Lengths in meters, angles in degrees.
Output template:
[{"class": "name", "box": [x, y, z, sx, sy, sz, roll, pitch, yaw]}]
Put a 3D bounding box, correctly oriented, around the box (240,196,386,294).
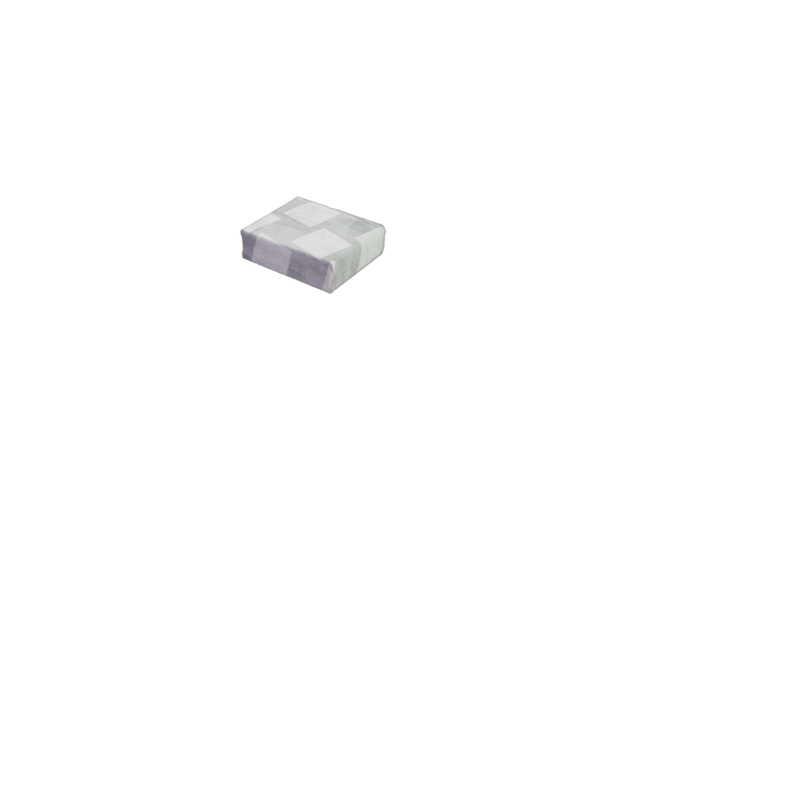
[{"class": "box", "box": [-0.068, -0.123, 0.864, 0.094, 0.028, 0.074, 22, 40, 28]}]
